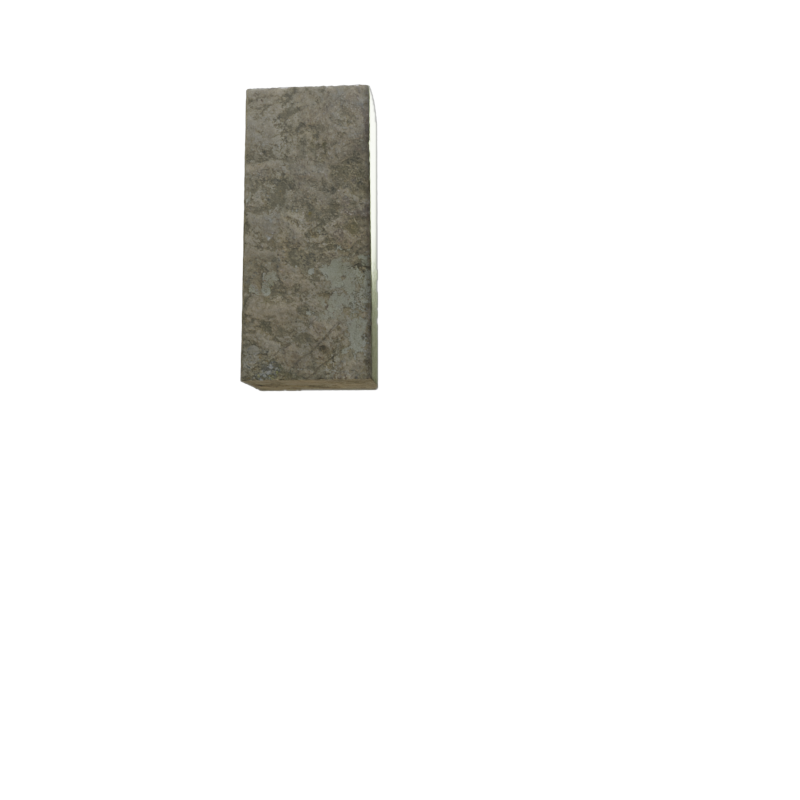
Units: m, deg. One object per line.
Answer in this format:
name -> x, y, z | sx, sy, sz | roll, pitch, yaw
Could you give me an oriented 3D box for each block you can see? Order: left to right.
block -> -0.062, -0.114, 0.798 | 0.091, 0.212, 0.087 | -2, -11, 4
